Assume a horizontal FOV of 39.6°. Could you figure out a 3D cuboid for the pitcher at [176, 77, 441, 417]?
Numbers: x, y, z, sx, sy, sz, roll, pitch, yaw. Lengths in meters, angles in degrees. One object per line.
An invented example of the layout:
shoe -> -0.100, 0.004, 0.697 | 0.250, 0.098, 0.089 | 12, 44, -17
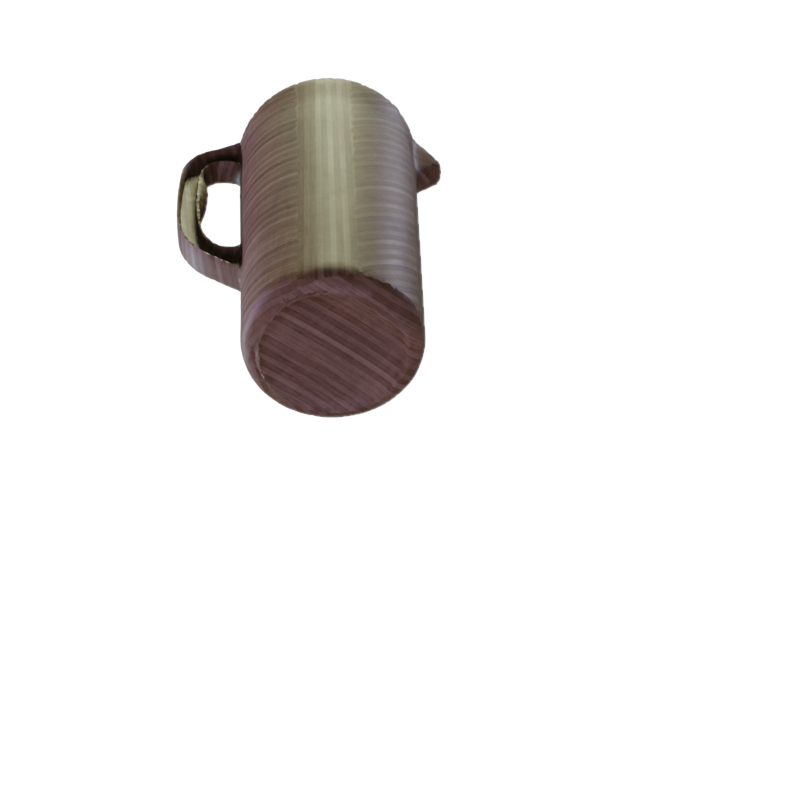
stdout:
pitcher -> -0.058, -0.105, 0.737 | 0.148, 0.260, 0.136 | -35, -59, 21
